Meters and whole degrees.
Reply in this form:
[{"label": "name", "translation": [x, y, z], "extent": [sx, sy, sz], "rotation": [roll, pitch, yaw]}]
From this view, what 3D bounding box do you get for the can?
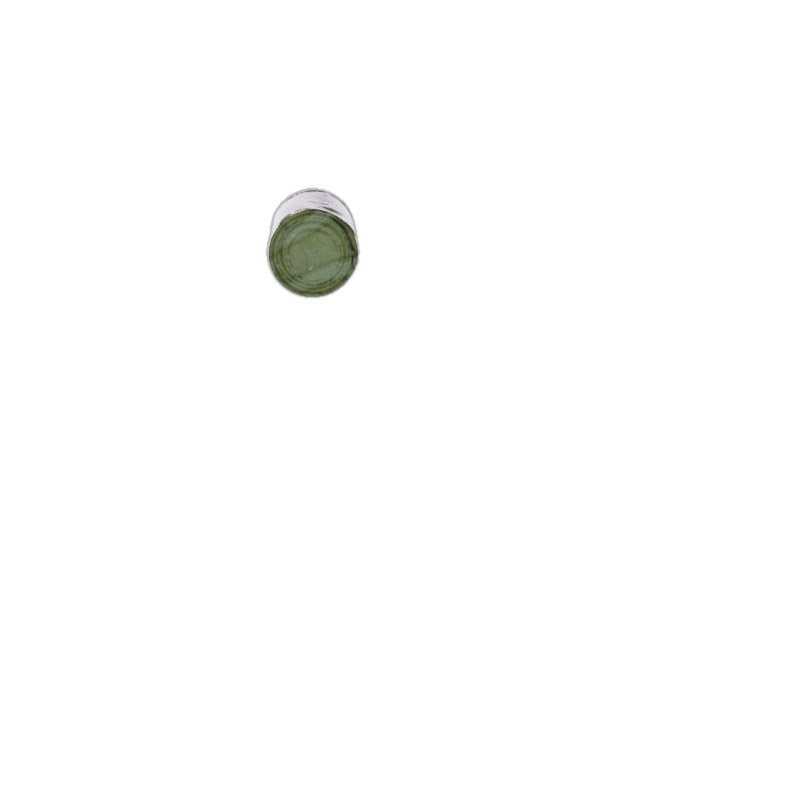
[{"label": "can", "translation": [-0.067, -0.122, 0.851], "extent": [0.068, 0.066, 0.106], "rotation": [0, 16, -3]}]
